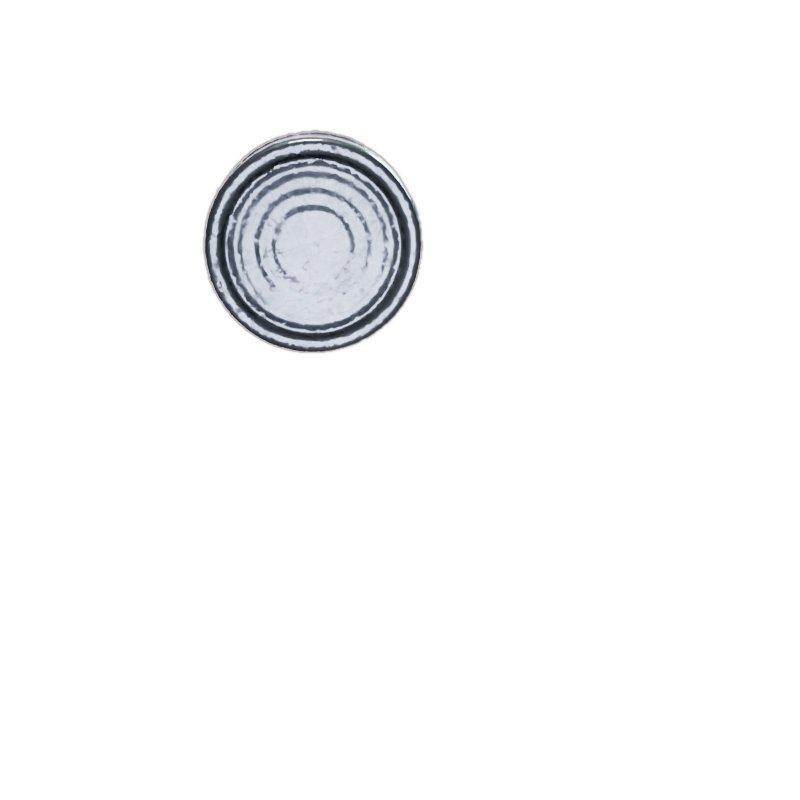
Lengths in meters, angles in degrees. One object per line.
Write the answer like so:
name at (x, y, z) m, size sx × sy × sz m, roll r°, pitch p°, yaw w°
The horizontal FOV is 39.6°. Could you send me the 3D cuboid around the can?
can at (-0.034, -0.063, 0.441) m, size 0.086 × 0.084 × 0.034 m, roll 0°, pitch 9°, yaw -1°
